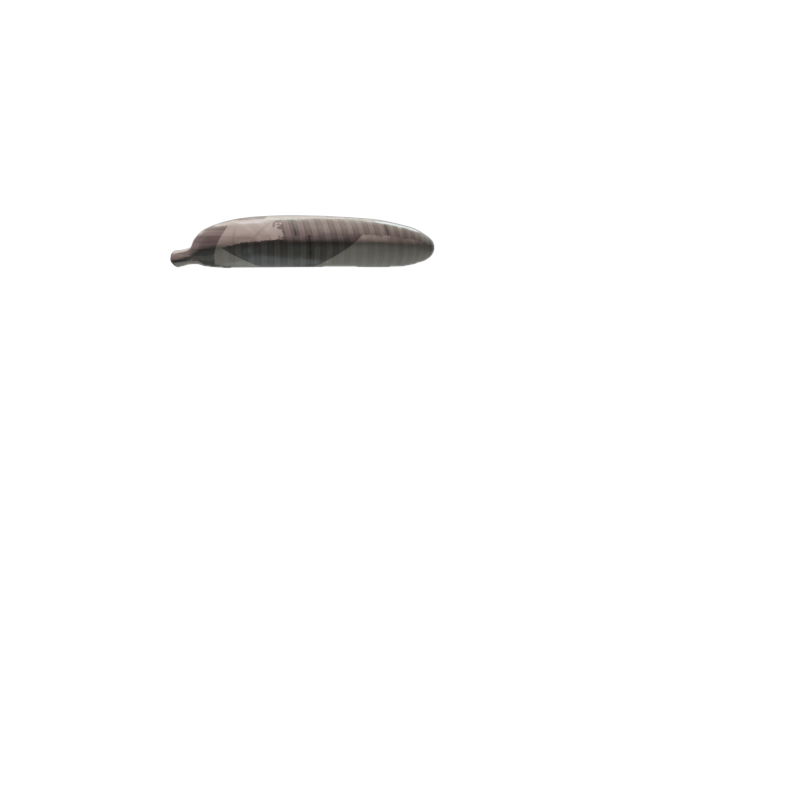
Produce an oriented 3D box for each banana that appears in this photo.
[{"bbox_3d":[-0.061,-0.113,0.789,0.194,0.036,0.071,-2,7,-14],"label":"banana"}]
